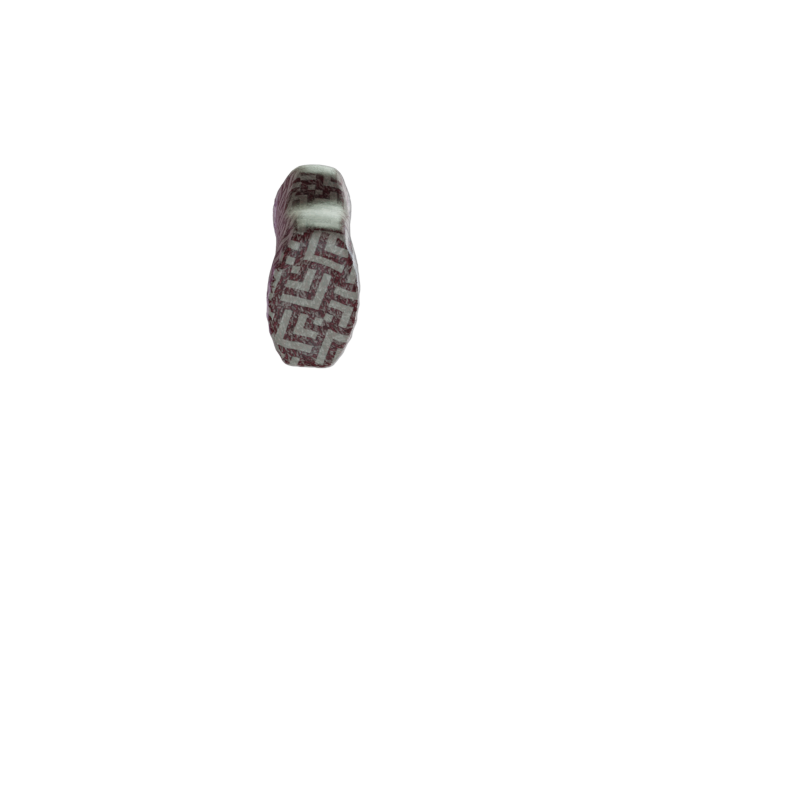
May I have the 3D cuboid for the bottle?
[{"bbox_3d":[-0.060,-0.109,0.763,0.058,0.091,0.203,2,30,-5],"label":"bottle"}]
